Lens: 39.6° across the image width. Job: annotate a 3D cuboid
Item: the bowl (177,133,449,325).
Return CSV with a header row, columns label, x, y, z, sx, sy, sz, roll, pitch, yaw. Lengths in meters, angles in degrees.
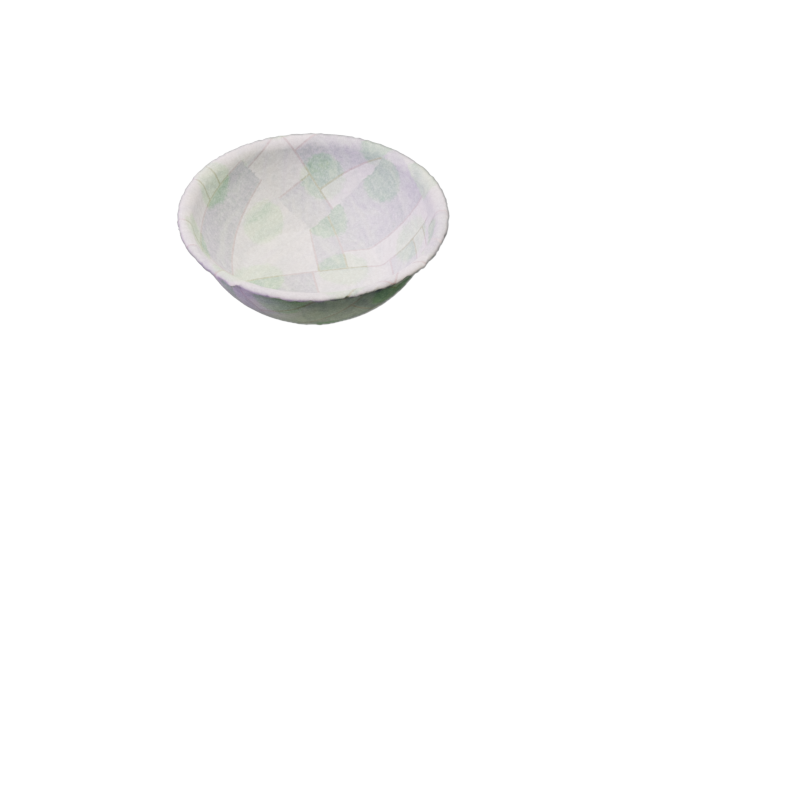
label,x,y,z,sx,sy,sz,roll,pitch,yaw
bowl,-0.053,-0.097,0.676,0.162,0.051,0.174,-1,44,-1
